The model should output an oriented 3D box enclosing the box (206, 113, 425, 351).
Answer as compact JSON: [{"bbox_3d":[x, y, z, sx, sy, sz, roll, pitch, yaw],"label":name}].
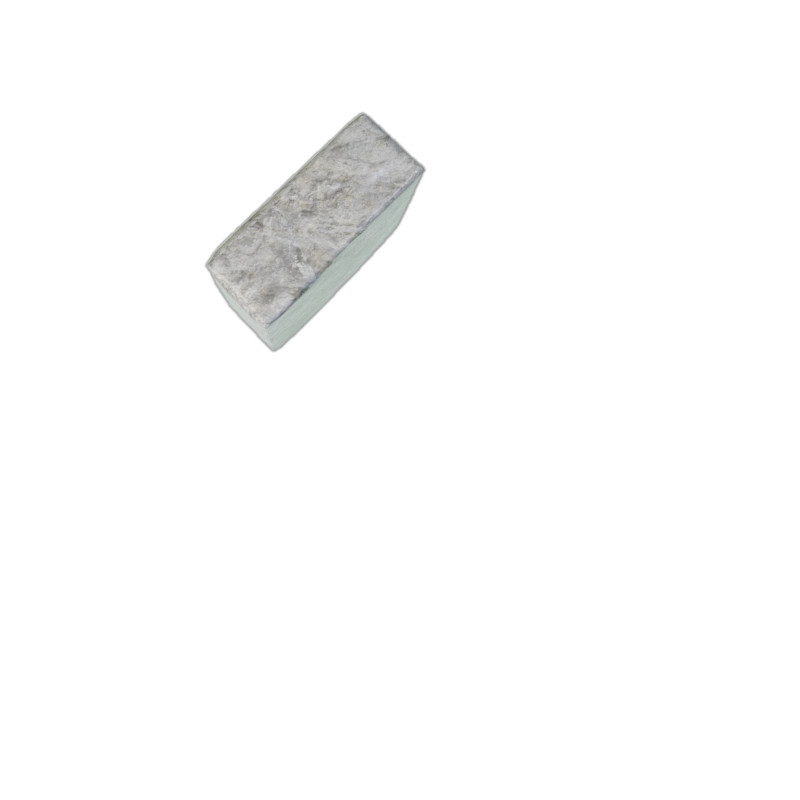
[{"bbox_3d":[-0.069,-0.127,0.887,0.072,0.165,0.211,44,-6,-1],"label":"box"}]
